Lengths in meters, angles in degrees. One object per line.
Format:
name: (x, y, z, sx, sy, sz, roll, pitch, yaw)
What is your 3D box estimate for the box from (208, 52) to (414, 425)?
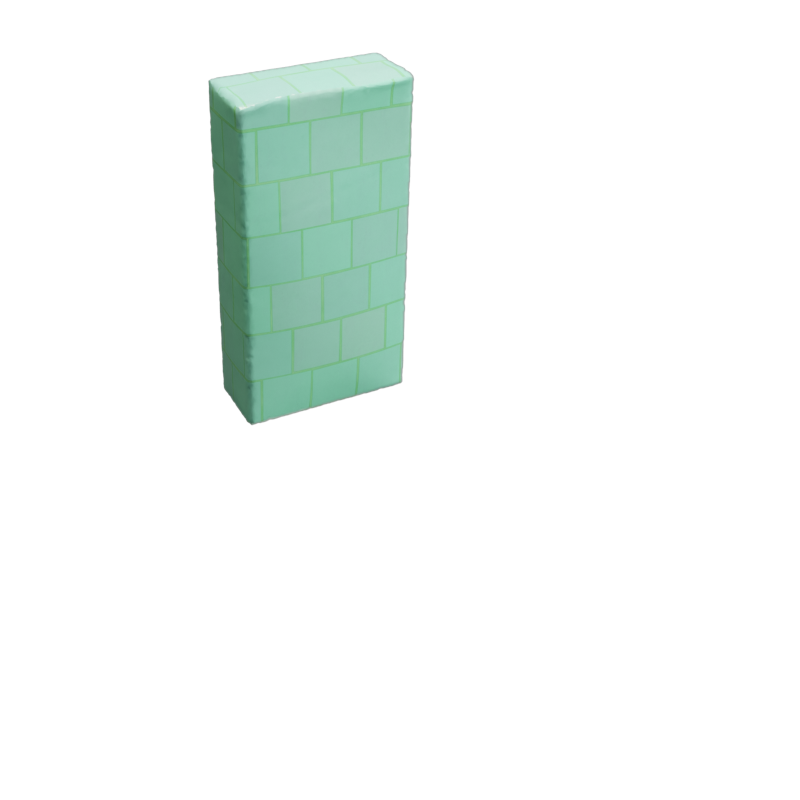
box: (-0.044, -0.079, 0.558, 0.092, 0.165, 0.052, -15, 36, -24)
